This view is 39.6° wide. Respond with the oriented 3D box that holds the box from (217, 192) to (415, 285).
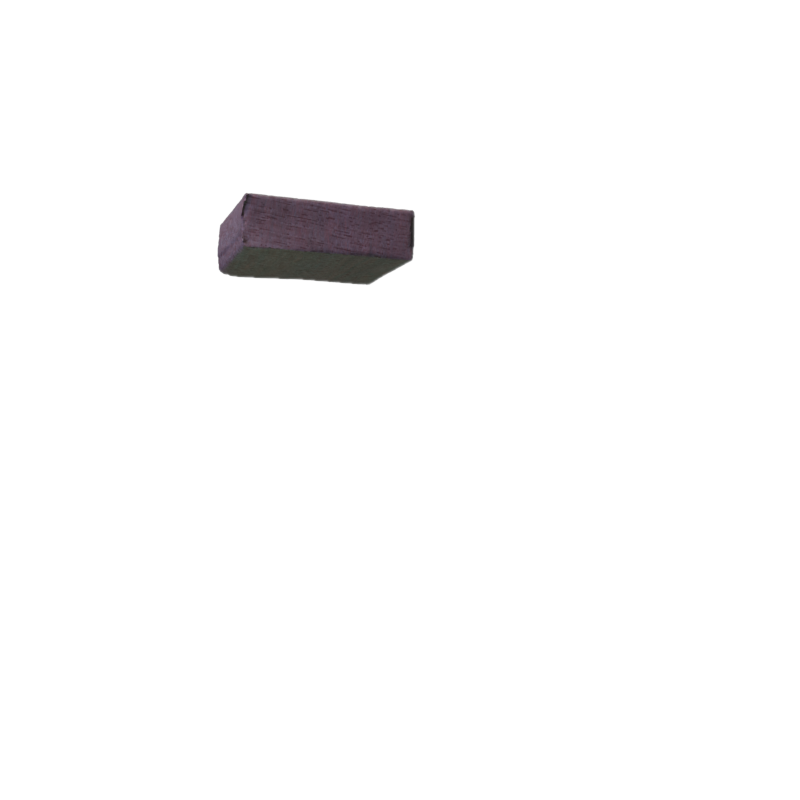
[{"bbox_3d":[-0.057,-0.104,0.727,0.111,0.040,0.090,2,-7,-16],"label":"box"}]
